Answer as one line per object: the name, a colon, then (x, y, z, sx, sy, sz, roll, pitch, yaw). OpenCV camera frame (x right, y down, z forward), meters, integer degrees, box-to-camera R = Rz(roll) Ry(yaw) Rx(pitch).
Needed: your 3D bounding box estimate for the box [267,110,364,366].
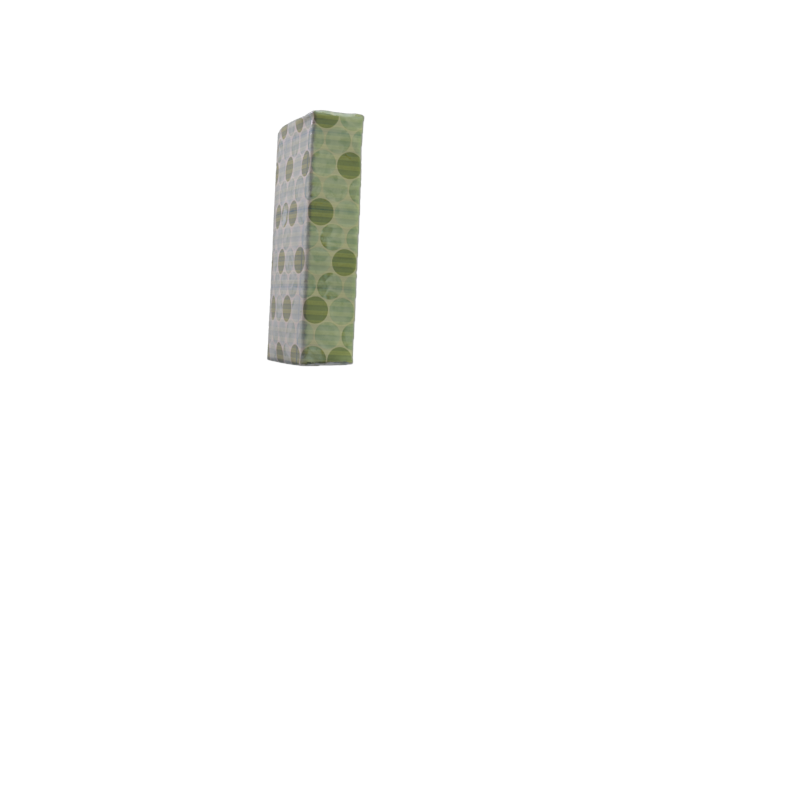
box: (-0.063, -0.114, 0.800, 0.047, 0.178, 0.095, 1, -2, -21)
